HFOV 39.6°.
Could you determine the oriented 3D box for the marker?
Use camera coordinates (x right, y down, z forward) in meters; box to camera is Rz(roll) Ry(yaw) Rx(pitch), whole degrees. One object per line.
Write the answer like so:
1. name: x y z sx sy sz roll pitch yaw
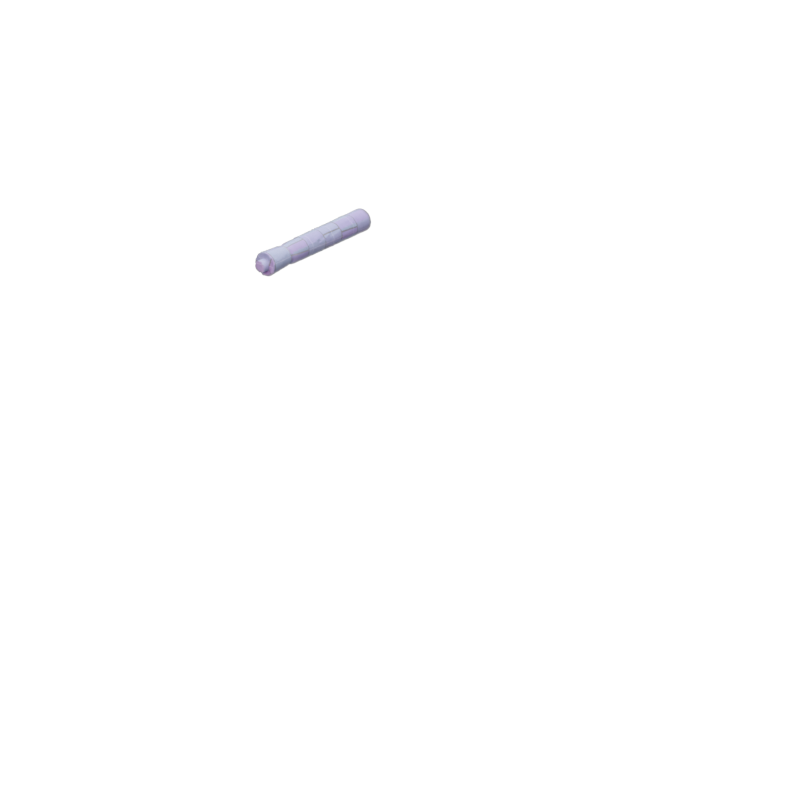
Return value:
1. marker: -0.066 -0.120 0.844 0.021 0.019 0.121 3 25 39
